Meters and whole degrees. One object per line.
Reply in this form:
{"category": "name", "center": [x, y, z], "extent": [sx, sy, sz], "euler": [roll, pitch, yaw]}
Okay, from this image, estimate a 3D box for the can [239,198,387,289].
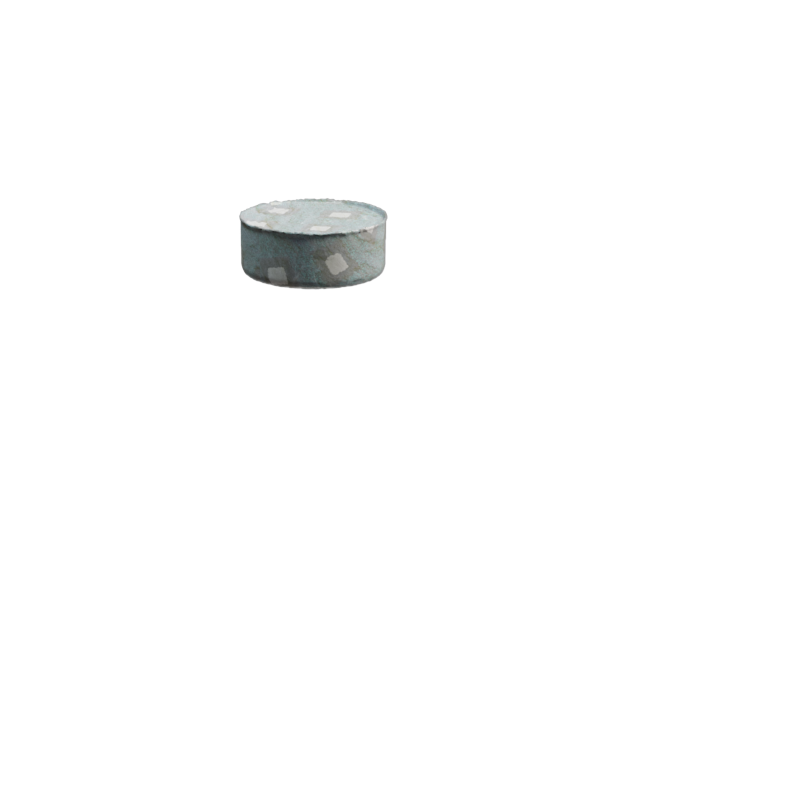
{"category": "can", "center": [-0.050, -0.092, 0.645], "extent": [0.086, 0.032, 0.090], "euler": [-1, 21, -2]}
